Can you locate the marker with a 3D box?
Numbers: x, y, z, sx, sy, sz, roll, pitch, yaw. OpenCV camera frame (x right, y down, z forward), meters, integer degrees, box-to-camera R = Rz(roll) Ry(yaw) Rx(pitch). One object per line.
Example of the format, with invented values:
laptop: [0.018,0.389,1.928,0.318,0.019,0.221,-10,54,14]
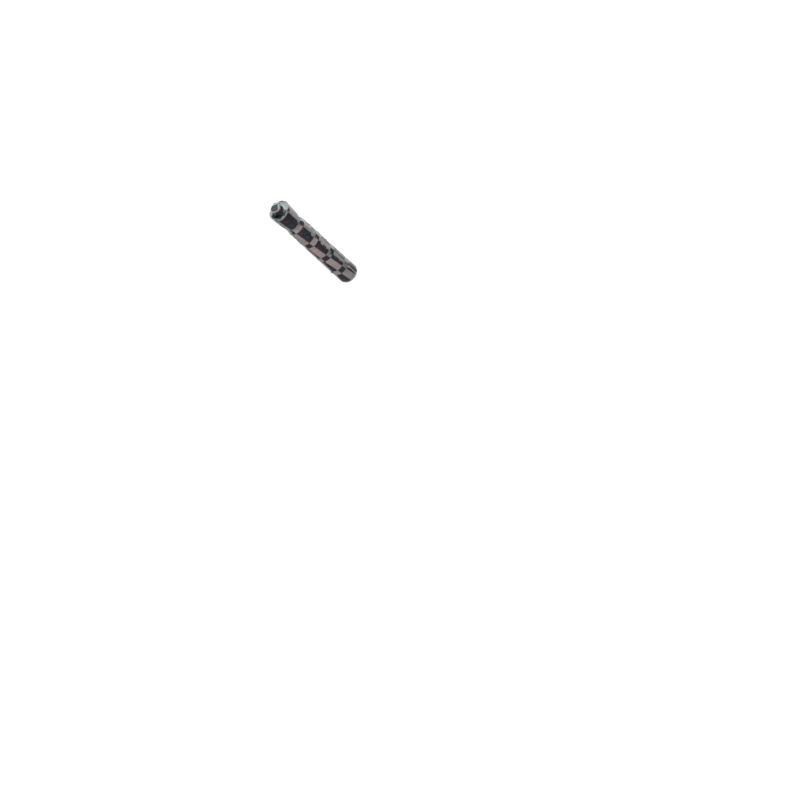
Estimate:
marker: [-0.075,-0.136,0.954,0.020,0.020,0.112,3,-22,35]
